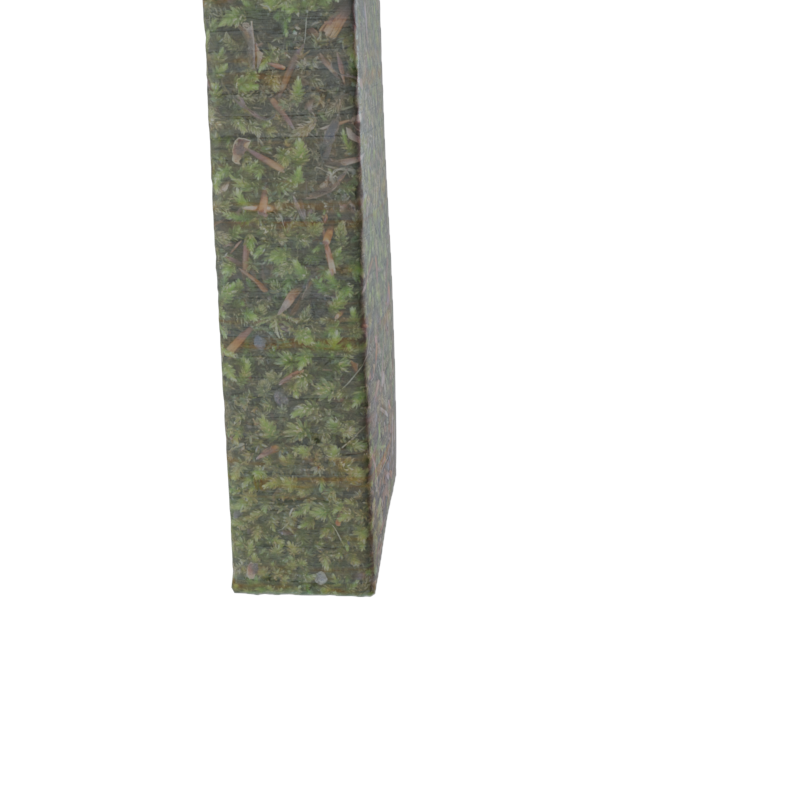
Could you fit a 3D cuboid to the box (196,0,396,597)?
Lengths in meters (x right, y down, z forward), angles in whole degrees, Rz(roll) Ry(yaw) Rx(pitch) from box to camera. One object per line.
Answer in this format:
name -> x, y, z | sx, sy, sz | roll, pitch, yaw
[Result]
box -> -0.025, -0.046, 0.323 | 0.048, 0.171, 0.095 | 2, 13, 3
